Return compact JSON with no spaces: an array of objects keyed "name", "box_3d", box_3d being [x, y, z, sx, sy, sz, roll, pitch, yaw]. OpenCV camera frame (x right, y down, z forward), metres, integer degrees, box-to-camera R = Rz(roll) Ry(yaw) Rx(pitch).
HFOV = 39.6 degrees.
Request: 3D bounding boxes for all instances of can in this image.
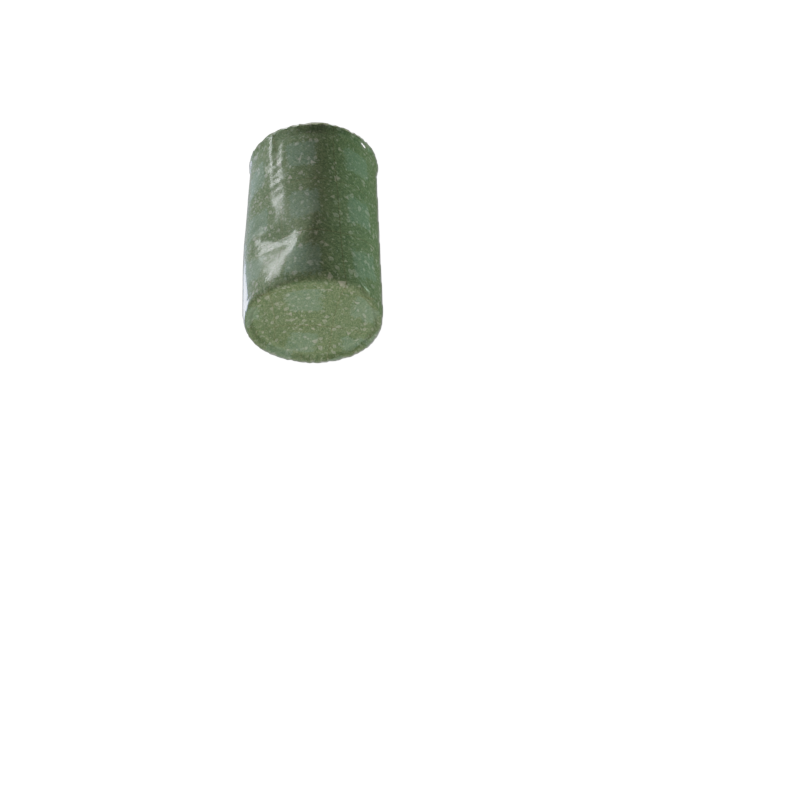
[{"name":"can","box_3d":[-0.043,-0.079,0.551,0.068,0.110,0.064,-1,-37,-3]}]
